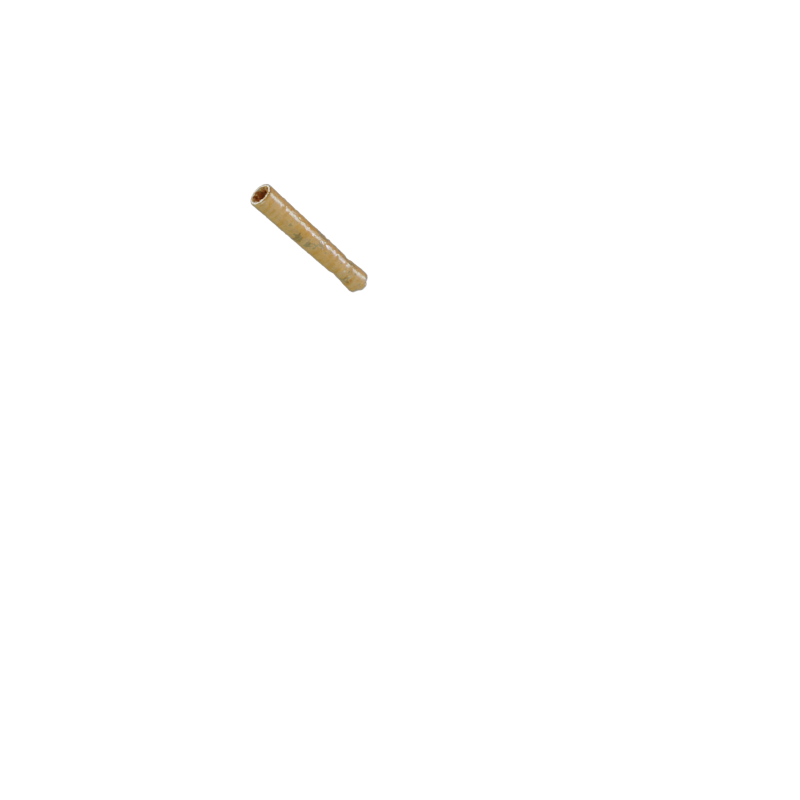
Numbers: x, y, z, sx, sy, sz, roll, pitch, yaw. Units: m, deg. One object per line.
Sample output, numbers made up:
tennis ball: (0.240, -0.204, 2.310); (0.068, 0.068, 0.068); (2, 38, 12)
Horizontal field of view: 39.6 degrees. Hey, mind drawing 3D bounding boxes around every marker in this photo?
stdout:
marker: (-0.063, -0.116, 0.810); (0.021, 0.020, 0.112); (3, -28, 47)
